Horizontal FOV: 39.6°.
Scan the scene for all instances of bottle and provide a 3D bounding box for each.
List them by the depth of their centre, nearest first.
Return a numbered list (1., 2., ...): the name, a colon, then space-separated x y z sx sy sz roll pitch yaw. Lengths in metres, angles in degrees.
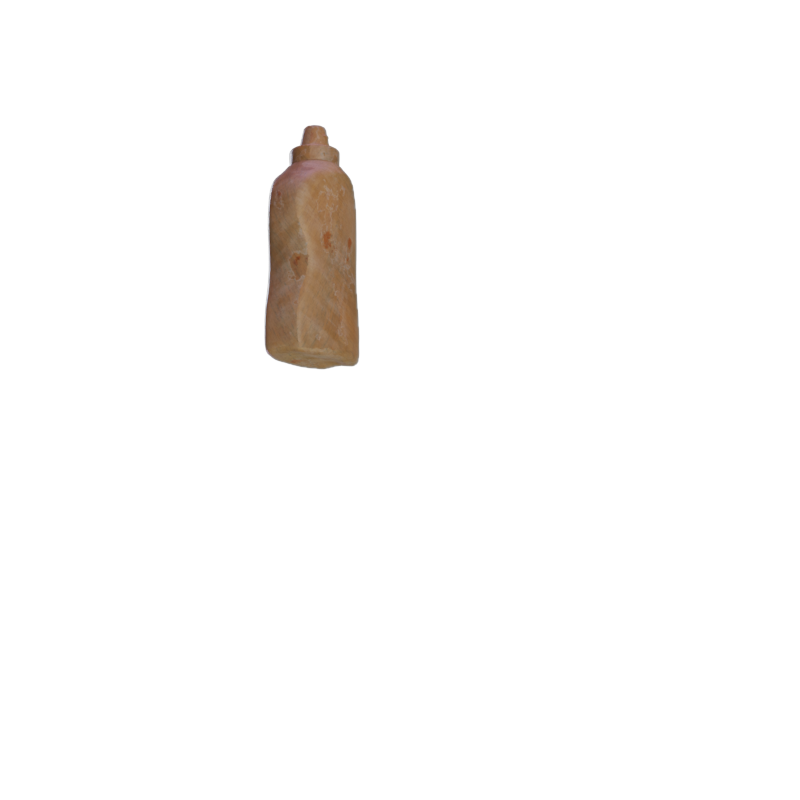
1. bottle: -0.068 -0.125 0.878 0.060 0.199 0.090 -10 -17 29
